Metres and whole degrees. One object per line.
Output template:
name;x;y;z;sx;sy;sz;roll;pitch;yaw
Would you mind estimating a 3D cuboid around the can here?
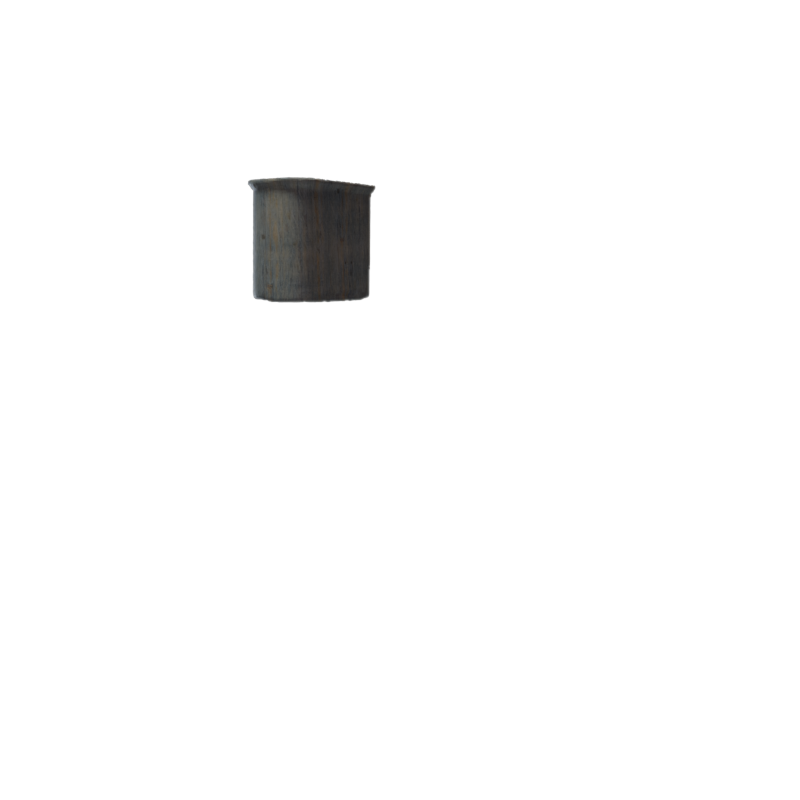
can;-0.061;-0.112;0.786;0.060;0.084;0.099;1;3;32
